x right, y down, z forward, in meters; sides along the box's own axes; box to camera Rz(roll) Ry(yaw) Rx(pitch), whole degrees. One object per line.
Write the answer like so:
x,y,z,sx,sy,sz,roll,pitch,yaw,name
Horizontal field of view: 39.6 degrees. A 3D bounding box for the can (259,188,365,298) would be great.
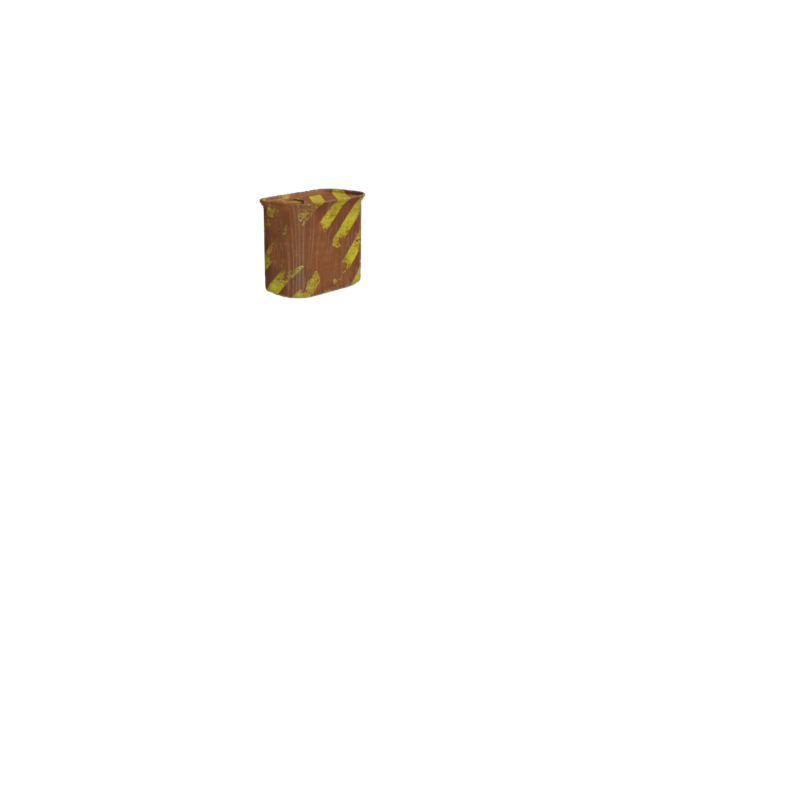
-0.078,-0.142,0.995,0.060,0.081,0.100,10,18,36,can
